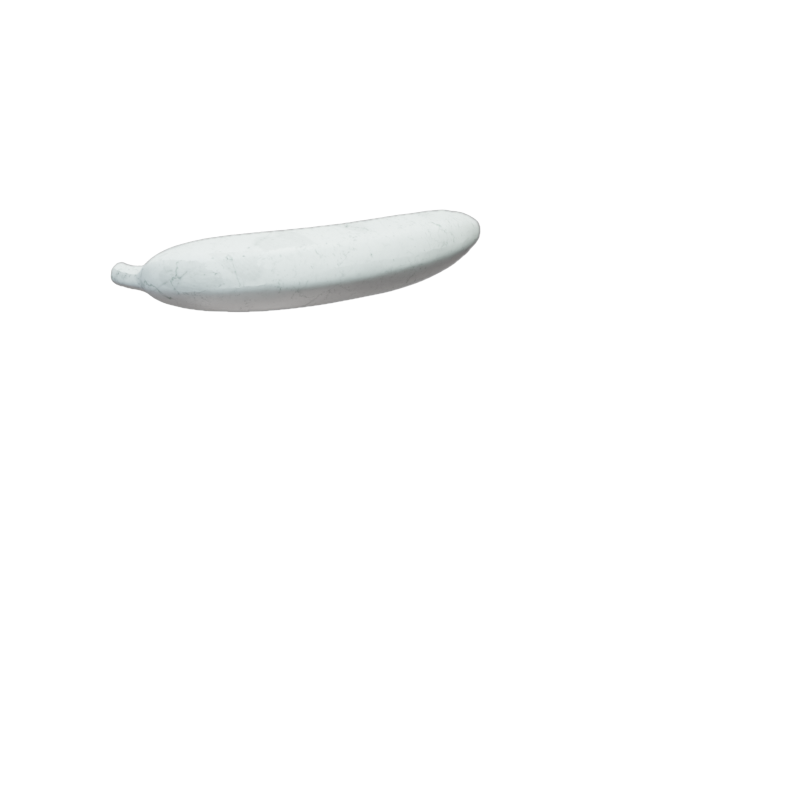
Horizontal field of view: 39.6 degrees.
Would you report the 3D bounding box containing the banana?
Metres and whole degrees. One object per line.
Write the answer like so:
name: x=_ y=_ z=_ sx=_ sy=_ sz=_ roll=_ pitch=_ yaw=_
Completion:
banana: x=-0.042 y=-0.072 z=0.552 sx=0.195 sy=0.035 sz=0.074 roll=-8 pitch=27 yaw=-15
